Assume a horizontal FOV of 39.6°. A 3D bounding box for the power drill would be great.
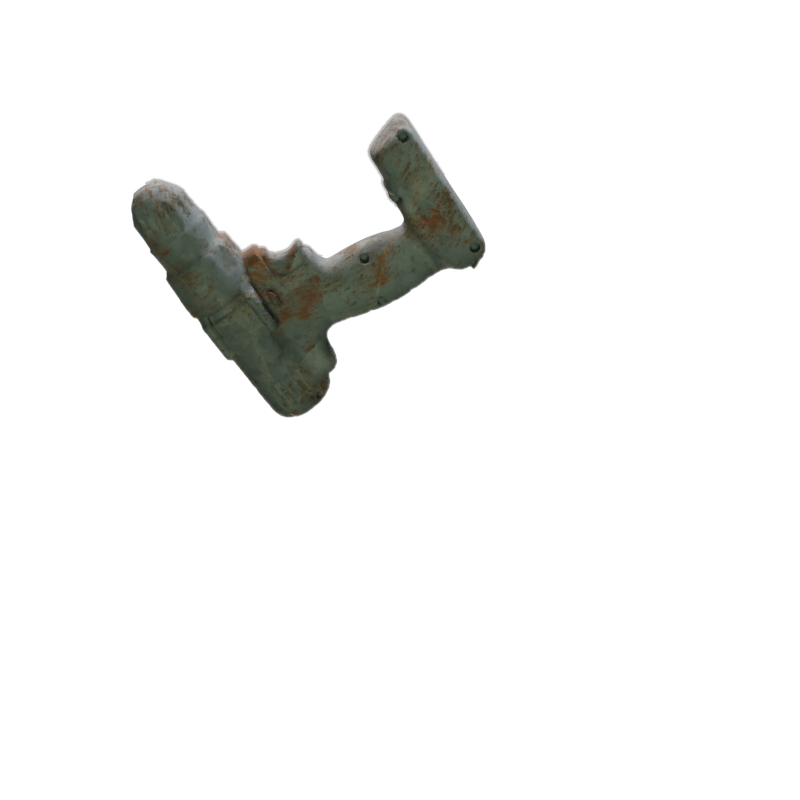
[{"bbox_3d":[-0.056,-0.102,0.714,0.187,0.177,0.060,-33,17,11],"label":"power drill"}]
